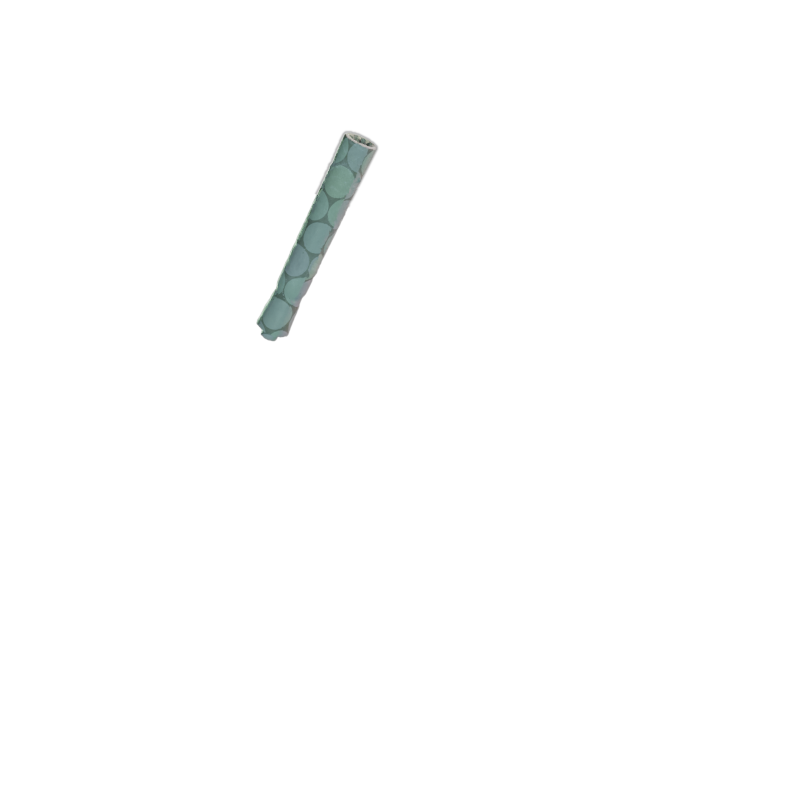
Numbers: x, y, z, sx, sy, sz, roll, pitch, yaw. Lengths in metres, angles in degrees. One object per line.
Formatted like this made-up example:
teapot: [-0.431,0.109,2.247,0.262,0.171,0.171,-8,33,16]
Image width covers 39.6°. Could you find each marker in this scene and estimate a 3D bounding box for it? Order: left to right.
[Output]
marker: [-0.046,-0.083,0.583,0.019,0.117,0.021,23,20,-12]
